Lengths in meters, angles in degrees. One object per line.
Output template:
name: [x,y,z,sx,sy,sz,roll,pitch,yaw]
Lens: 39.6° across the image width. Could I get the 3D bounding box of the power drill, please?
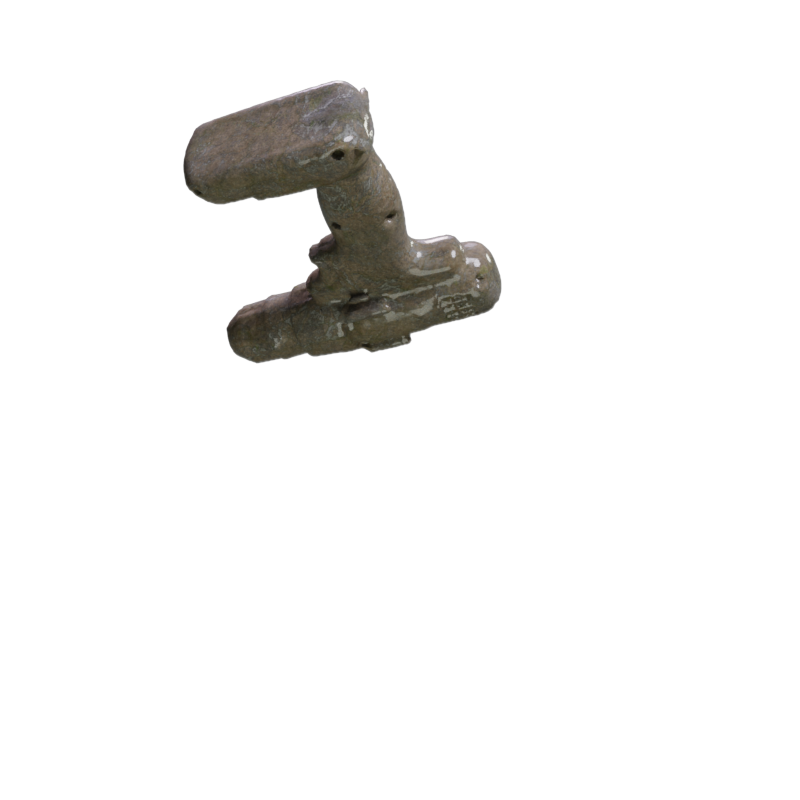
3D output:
power drill: [-0.052,-0.094,0.661,0.186,0.061,0.173,-14,-38,18]
